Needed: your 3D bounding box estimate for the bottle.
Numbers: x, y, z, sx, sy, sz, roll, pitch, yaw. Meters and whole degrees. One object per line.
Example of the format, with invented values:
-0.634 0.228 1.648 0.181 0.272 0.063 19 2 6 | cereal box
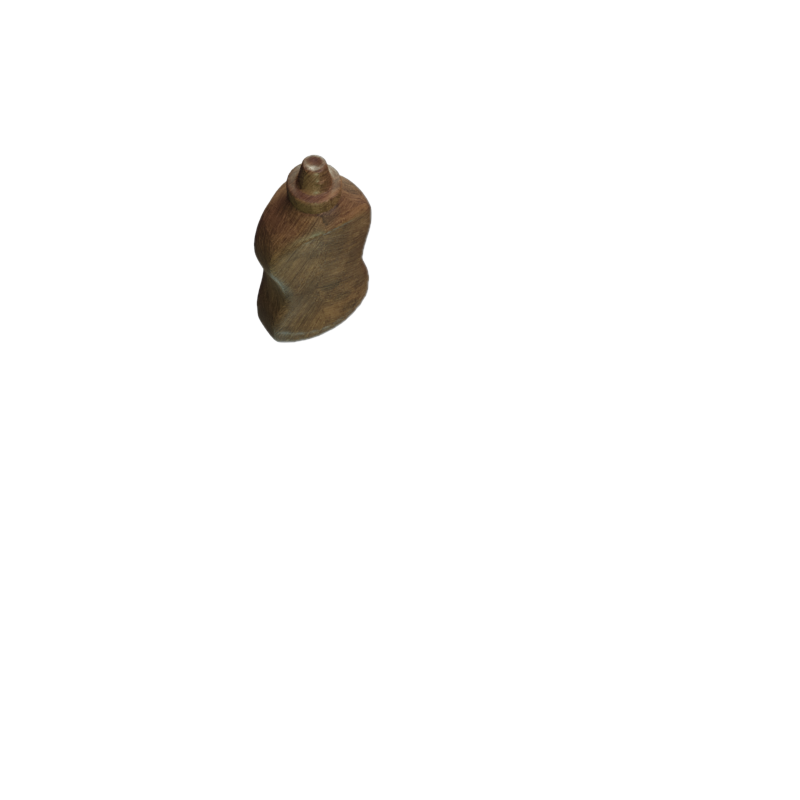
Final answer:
-0.068 -0.123 0.867 0.096 0.062 0.180 -27 -25 -18 | bottle
